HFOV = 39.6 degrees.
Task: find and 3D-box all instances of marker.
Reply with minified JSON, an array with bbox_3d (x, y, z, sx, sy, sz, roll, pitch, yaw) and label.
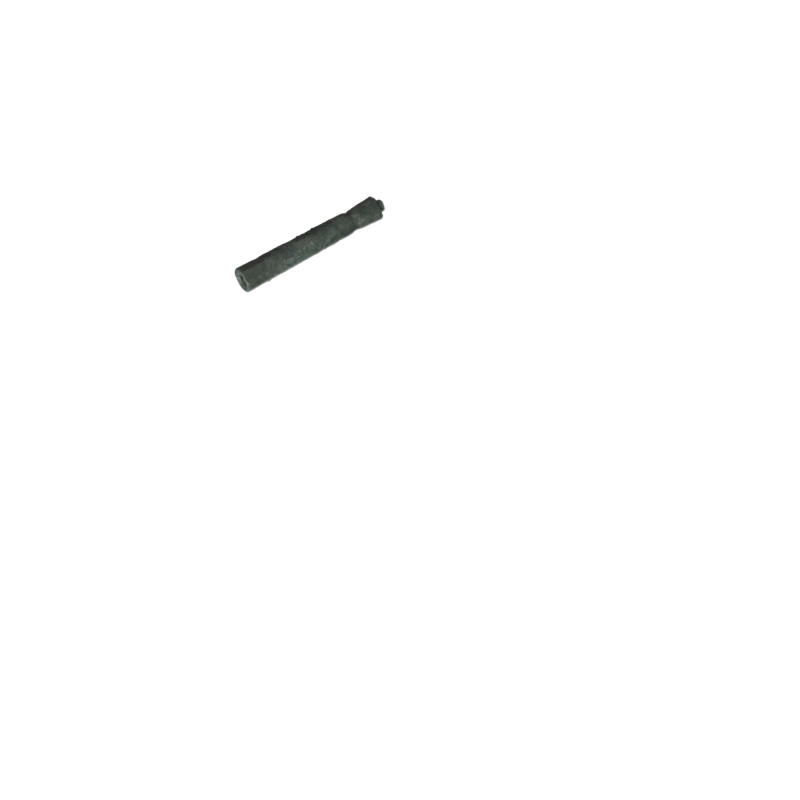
[{"bbox_3d":[-0.061,-0.112,0.785,0.121,0.019,0.020,-32,16,-20],"label":"marker"}]
